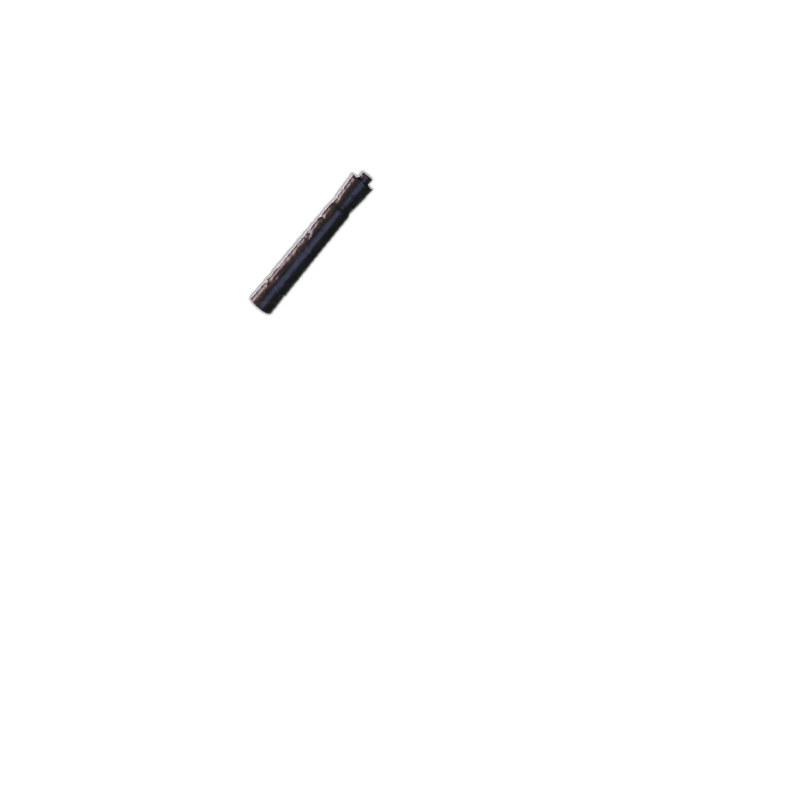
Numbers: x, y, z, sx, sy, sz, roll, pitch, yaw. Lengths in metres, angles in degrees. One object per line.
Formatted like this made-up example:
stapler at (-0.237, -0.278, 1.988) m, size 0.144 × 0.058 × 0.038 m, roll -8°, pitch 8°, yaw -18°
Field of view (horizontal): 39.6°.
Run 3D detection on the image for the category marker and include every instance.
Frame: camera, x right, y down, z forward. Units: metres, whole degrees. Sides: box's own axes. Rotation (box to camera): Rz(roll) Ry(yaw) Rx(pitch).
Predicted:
marker at (-0.061, -0.112, 0.781) m, size 0.019 × 0.120 × 0.020 m, roll 39°, pitch 8°, yaw -10°
